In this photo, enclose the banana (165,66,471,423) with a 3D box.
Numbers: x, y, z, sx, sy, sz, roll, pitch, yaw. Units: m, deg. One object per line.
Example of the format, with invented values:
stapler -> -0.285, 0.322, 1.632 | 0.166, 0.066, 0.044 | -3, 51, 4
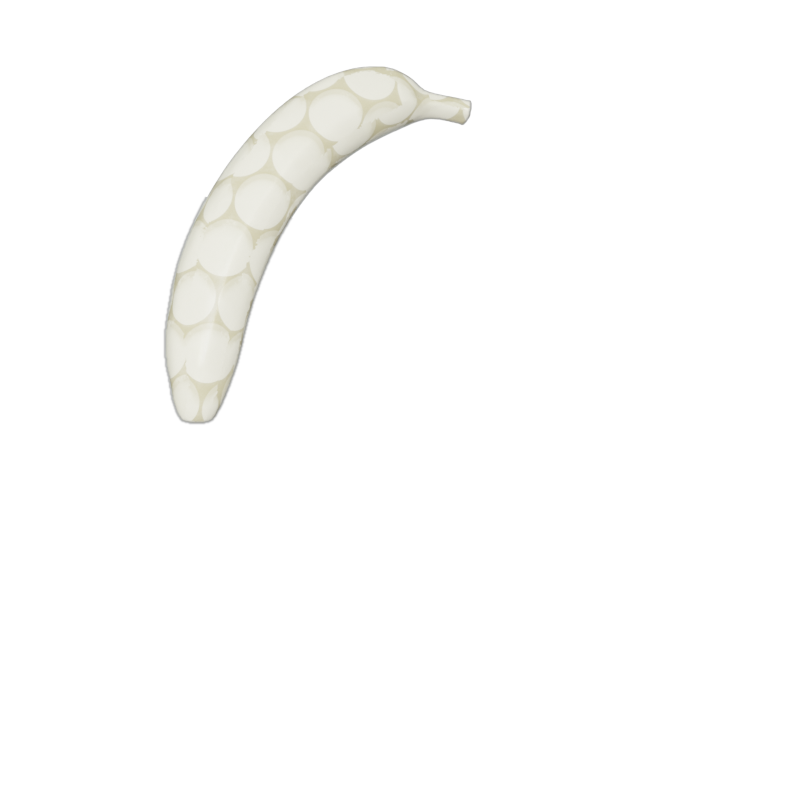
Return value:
banana -> -0.050, -0.084, 0.491 | 0.071, 0.200, 0.035 | 37, -14, 9
